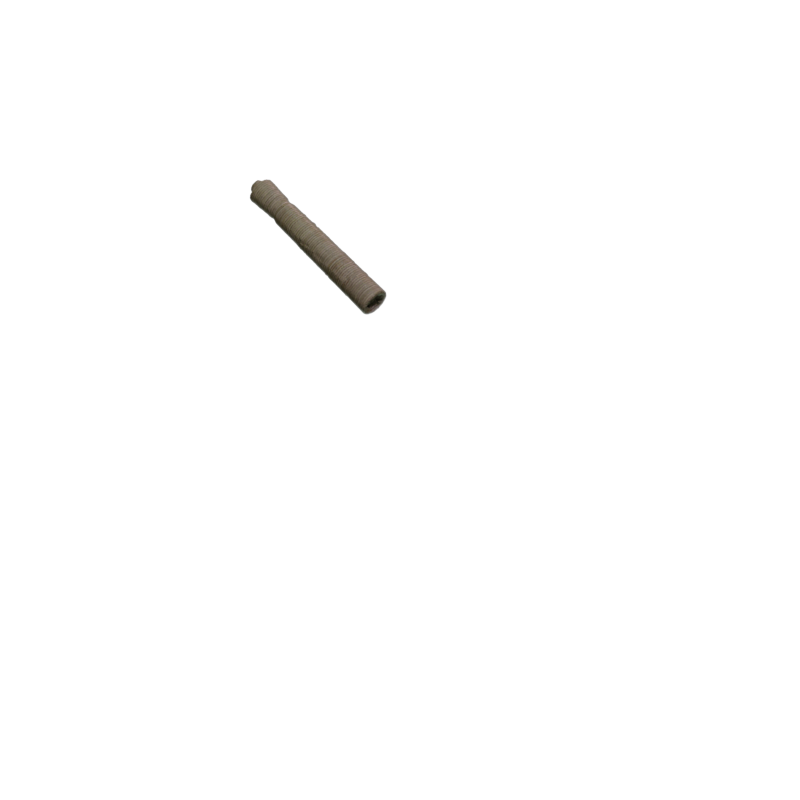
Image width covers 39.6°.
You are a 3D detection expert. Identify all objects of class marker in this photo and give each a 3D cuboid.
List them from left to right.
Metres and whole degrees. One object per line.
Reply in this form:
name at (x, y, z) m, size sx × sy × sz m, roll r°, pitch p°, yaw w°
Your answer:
marker at (-0.055, -0.100, 0.700) m, size 0.129 × 0.019 × 0.019 m, roll 46°, pitch 27°, yaw 27°
